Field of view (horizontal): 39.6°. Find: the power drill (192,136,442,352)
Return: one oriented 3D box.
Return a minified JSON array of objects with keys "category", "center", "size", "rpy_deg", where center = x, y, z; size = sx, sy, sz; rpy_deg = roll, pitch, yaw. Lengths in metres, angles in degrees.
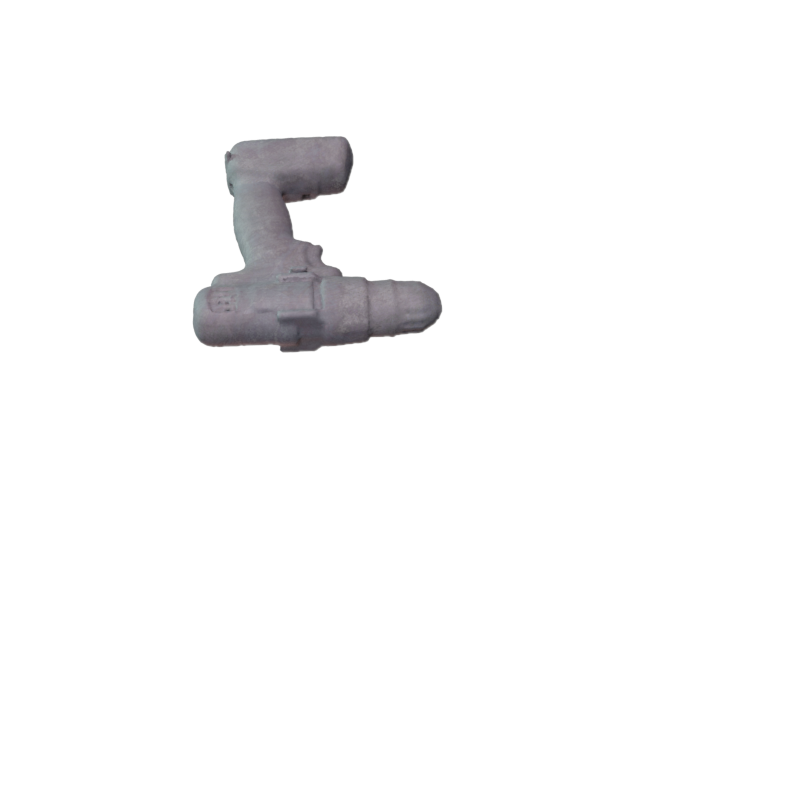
[{"category":"power drill","center":[-0.068,-0.124,0.865],"size":[0.184,0.202,0.053],"rpy_deg":[-3,-38,-3]}]
